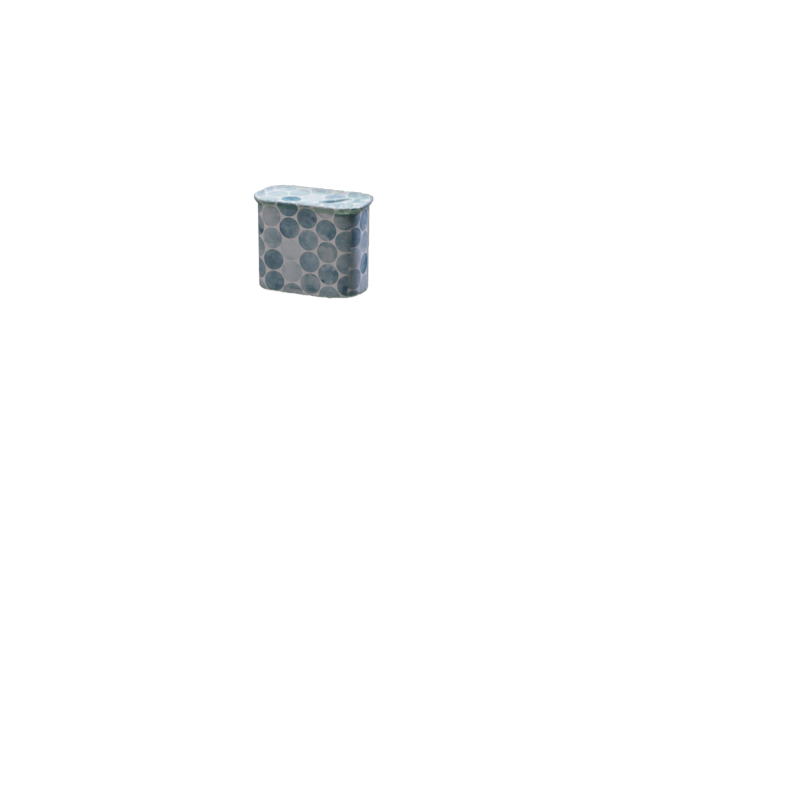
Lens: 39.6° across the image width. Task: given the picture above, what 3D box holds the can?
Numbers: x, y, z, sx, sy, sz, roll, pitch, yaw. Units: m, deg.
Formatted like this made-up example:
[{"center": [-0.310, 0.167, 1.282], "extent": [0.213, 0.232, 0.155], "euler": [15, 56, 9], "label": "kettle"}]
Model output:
[{"center": [-0.076, -0.139, 0.972], "extent": [0.105, 0.080, 0.058], "euler": [9, 21, 21], "label": "can"}]
